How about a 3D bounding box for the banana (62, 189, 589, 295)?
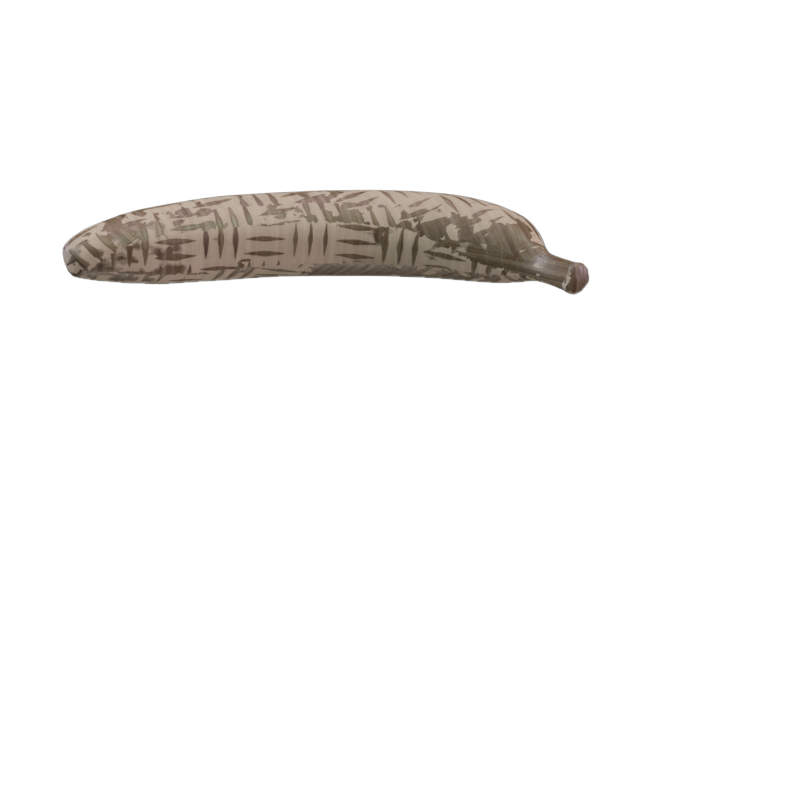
[{"bbox_3d":[-0.030,-0.065,0.443,0.198,0.036,0.071,0,12,1],"label":"banana"}]
